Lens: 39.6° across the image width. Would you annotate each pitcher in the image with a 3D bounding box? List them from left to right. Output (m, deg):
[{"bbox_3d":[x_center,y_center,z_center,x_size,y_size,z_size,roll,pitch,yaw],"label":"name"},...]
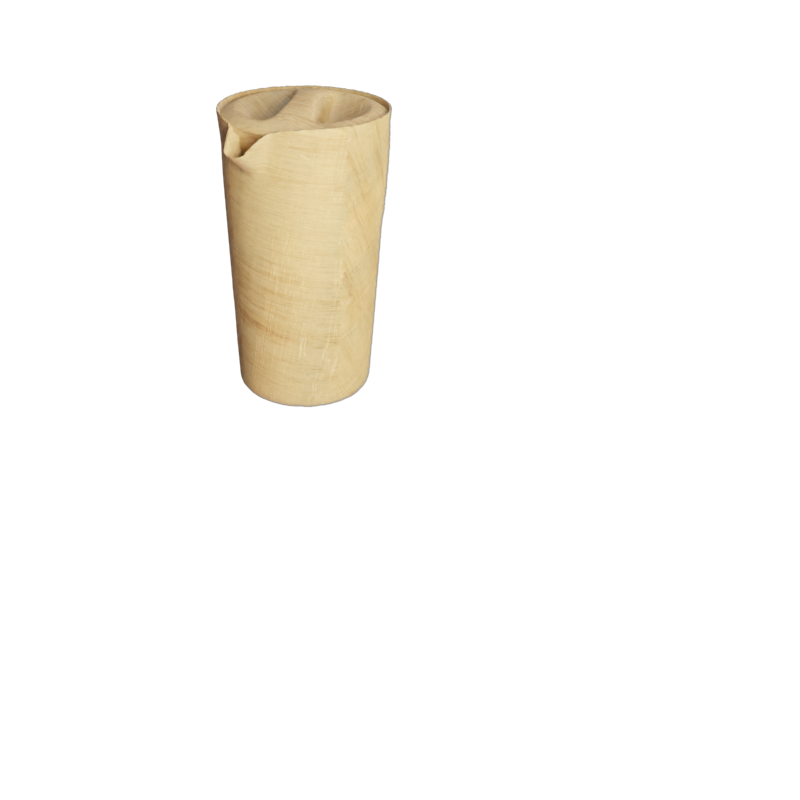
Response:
[{"bbox_3d":[-0.070,-0.127,0.889,0.147,0.231,0.154,-4,26,-11],"label":"pitcher"}]
